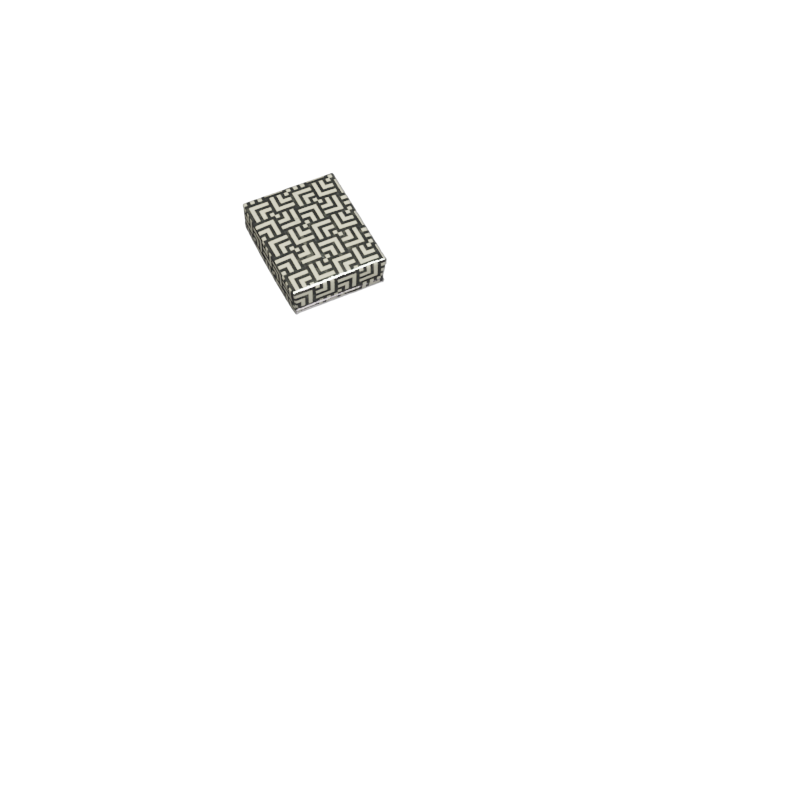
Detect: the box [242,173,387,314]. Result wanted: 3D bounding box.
[{"bbox_3d":[-0.077,-0.140,0.978,0.089,0.122,0.036,-22,-30,-14],"label":"box"}]
